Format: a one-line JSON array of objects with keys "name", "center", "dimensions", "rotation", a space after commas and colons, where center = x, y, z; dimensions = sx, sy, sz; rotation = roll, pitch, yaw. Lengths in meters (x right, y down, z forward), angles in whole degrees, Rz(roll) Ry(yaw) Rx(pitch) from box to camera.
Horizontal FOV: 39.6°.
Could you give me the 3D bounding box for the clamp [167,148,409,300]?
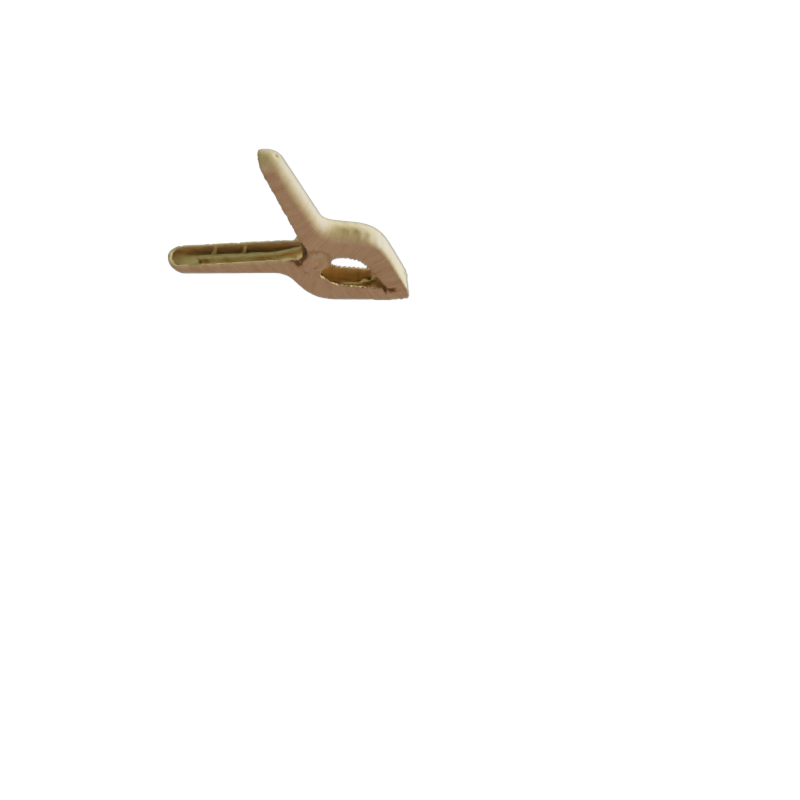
[{"name": "clamp", "center": [-0.075, -0.136, 0.953], "dimensions": [0.202, 0.039, 0.160], "rotation": [16, -36, -23]}]
